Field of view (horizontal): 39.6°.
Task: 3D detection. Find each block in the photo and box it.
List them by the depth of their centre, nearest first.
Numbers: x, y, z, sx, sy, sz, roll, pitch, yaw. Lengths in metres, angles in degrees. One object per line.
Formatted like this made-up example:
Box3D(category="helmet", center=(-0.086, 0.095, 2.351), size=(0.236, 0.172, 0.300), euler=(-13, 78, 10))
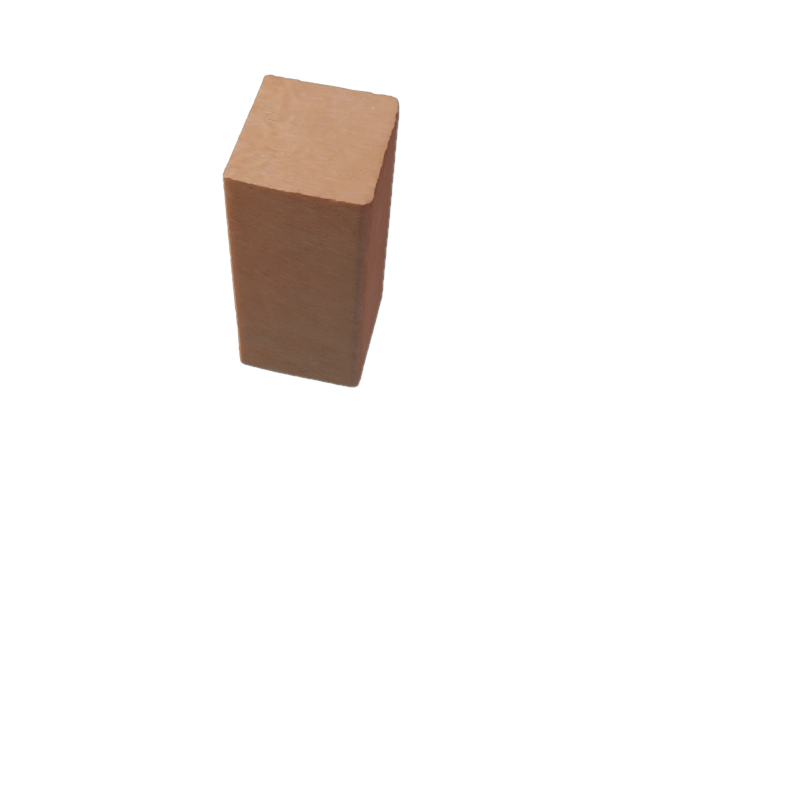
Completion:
Box3D(category="block", center=(-0.057, -0.105, 0.738), size=(0.091, 0.096, 0.193), euler=(13, -33, 5))
